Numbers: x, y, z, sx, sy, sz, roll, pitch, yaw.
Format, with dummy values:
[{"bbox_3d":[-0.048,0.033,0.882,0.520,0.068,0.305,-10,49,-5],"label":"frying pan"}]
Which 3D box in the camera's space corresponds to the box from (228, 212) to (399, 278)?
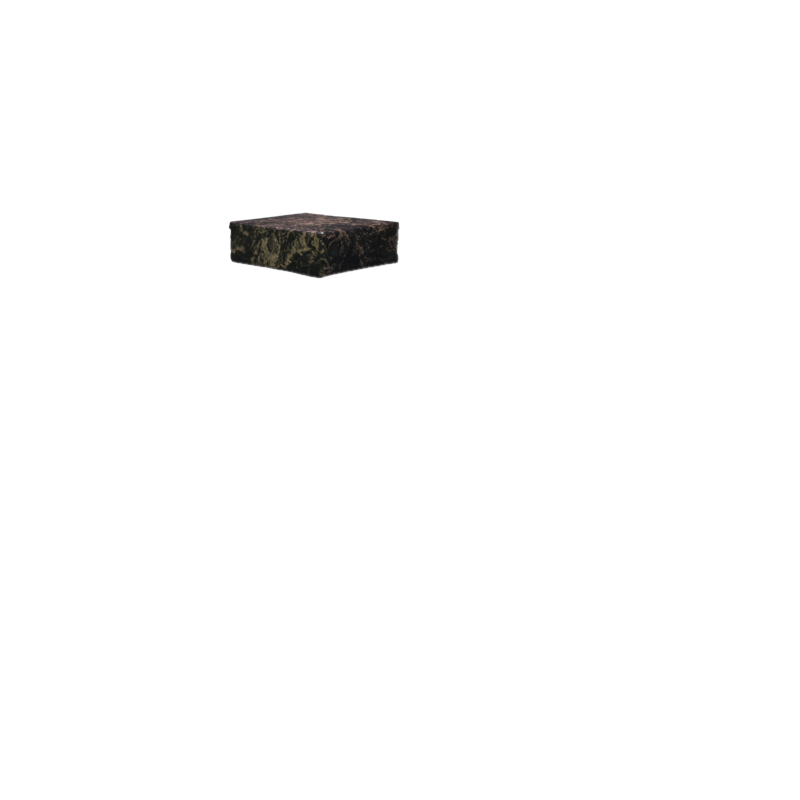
[{"bbox_3d":[-0.071,-0.130,0.908,0.120,0.038,0.088,16,23,41],"label":"box"}]
